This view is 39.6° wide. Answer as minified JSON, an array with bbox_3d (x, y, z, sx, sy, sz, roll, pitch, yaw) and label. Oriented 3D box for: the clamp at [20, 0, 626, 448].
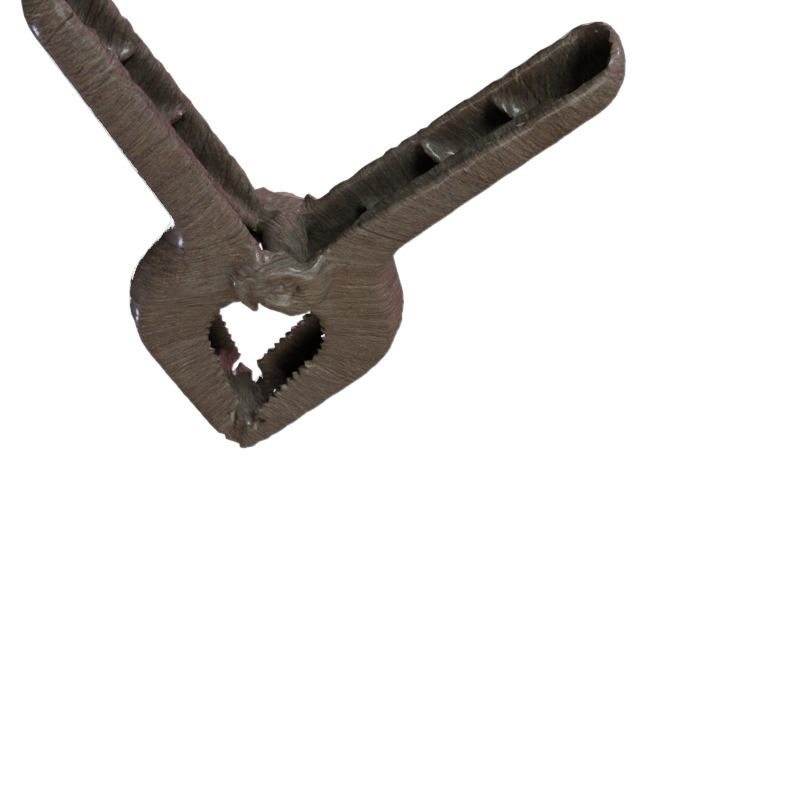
[{"bbox_3d":[-0.028,-0.052,0.362,0.164,0.039,0.197,3,-38,-5],"label":"clamp"}]
